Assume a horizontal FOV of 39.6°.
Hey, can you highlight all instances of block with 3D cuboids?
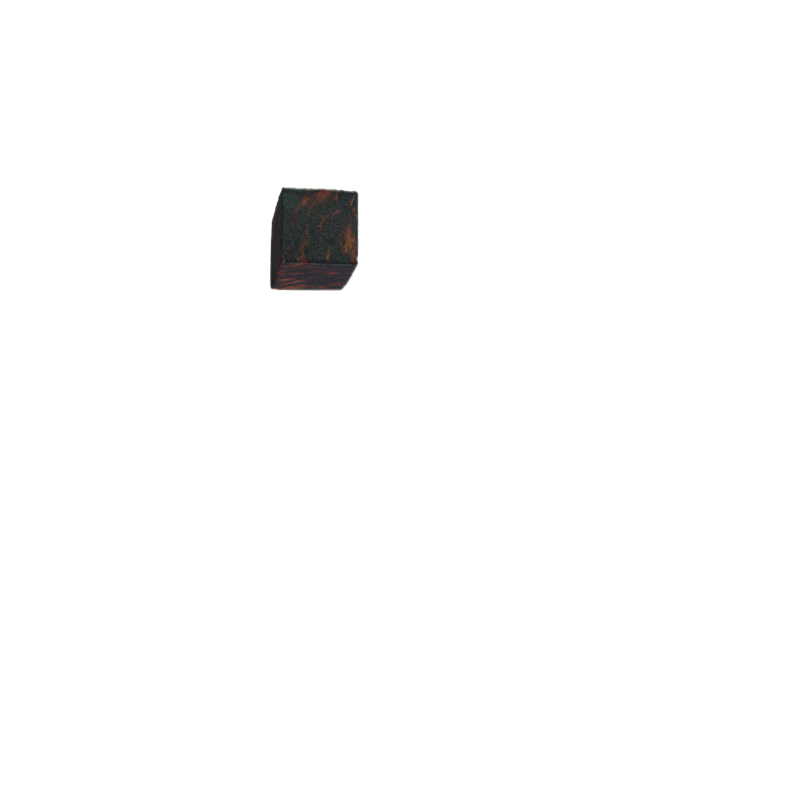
[{"bbox_3d":[-0.059,-0.108,0.754,0.052,0.053,0.077,2,-11,-11],"label":"block"}]
